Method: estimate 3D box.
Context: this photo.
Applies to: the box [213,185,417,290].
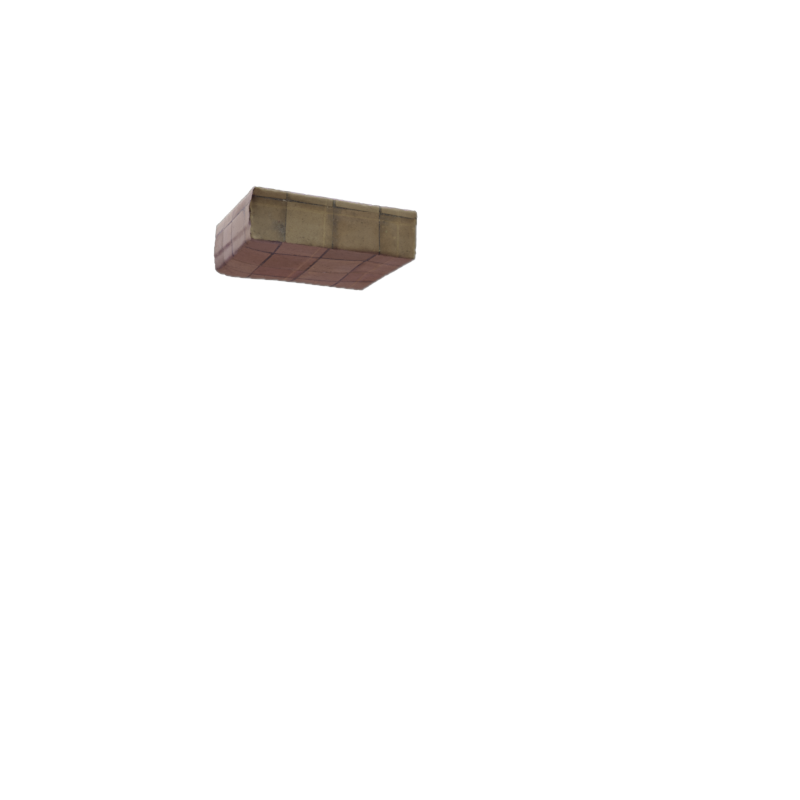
[{"bbox_3d":[-0.057,-0.104,0.727,0.110,0.040,0.090,4,-11,-21],"label":"box"}]
